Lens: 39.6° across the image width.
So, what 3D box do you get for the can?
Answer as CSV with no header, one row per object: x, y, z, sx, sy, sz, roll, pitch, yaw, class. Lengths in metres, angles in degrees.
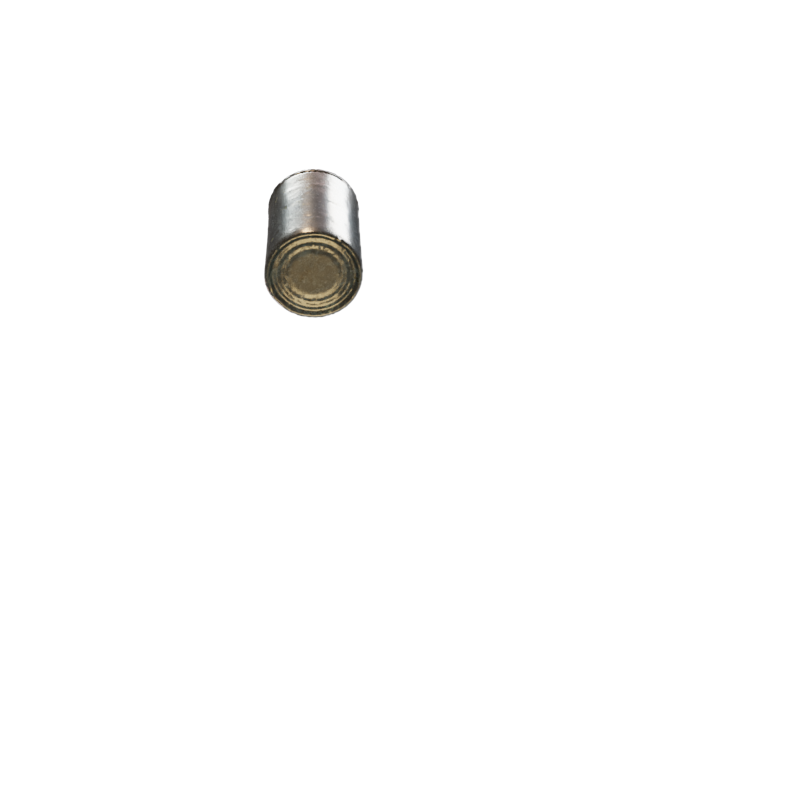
-0.061,-0.112,0.783,0.068,0.064,0.109,-1,32,-3,can
